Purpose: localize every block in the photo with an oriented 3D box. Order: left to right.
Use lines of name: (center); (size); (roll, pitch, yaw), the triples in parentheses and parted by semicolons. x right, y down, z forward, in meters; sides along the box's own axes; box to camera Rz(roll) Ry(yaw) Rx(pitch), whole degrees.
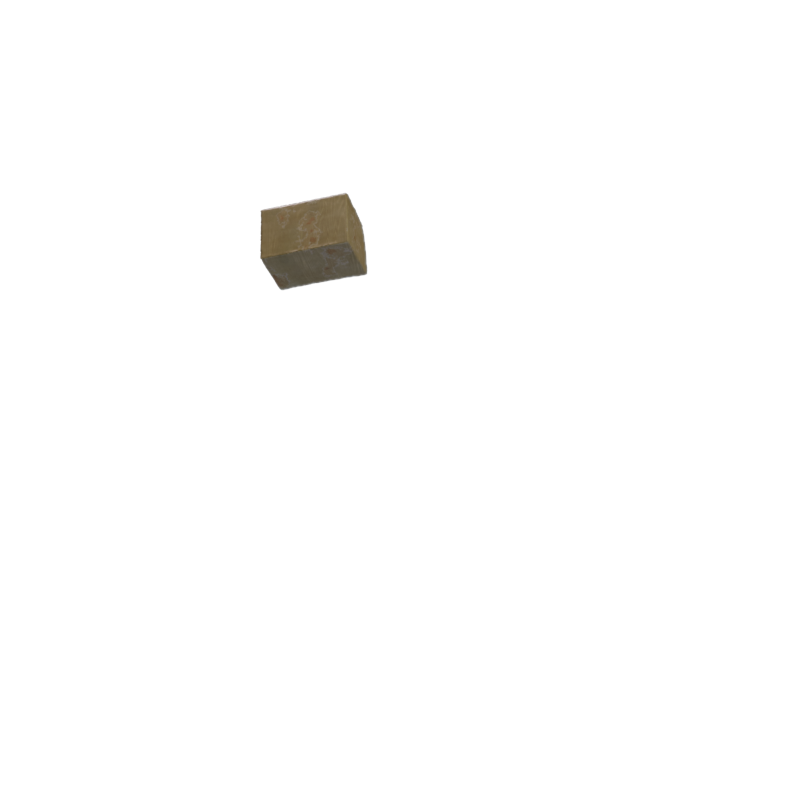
block: (-0.072, -0.131, 0.920); (0.079, 0.055, 0.049); (-9, -32, 13)
